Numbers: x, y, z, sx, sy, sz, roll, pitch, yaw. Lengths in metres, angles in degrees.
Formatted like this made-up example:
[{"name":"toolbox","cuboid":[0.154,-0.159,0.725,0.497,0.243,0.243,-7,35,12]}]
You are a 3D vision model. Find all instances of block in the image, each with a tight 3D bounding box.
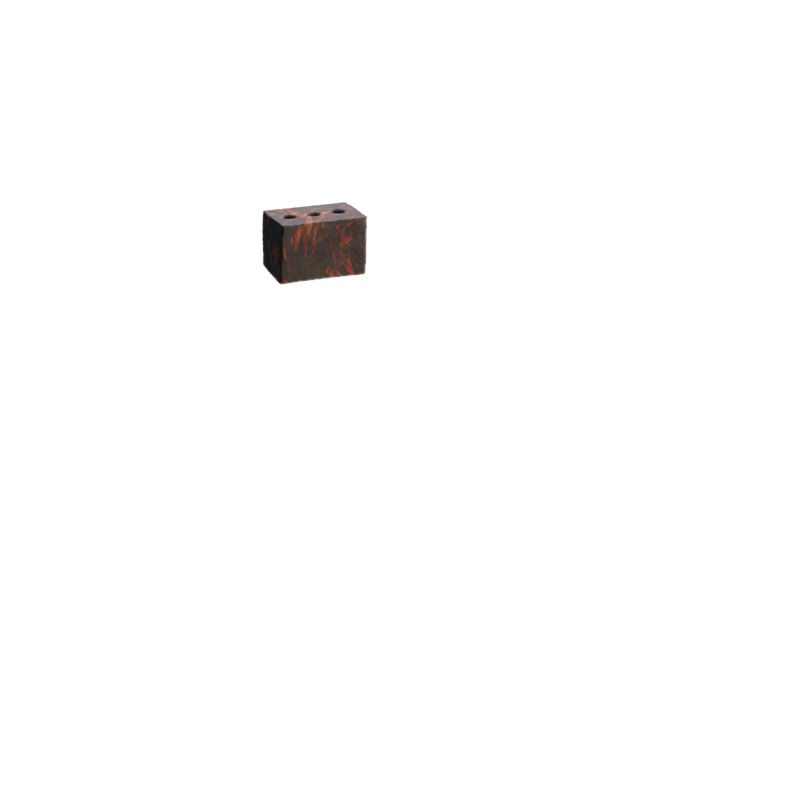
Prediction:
[{"name":"block","cuboid":[-0.074,-0.134,0.939,0.076,0.049,0.056,-9,24,-21]}]
